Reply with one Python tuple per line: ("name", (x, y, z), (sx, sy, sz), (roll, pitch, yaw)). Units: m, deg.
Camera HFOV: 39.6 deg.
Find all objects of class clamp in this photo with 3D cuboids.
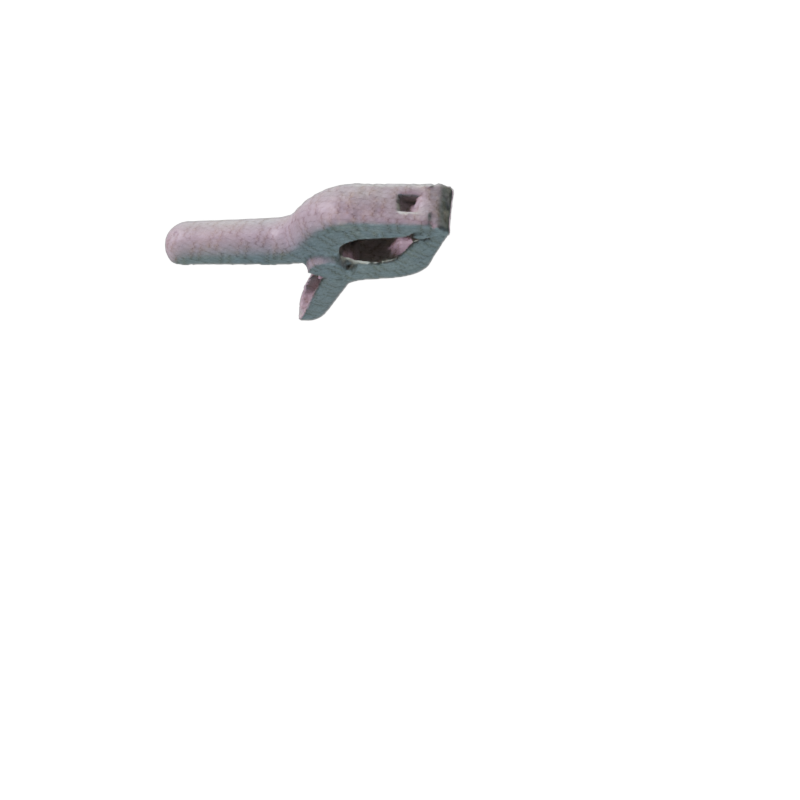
("clamp", (-0.048, -0.088, 0.615), (0.114, 0.041, 0.172), (13, -21, -36))
